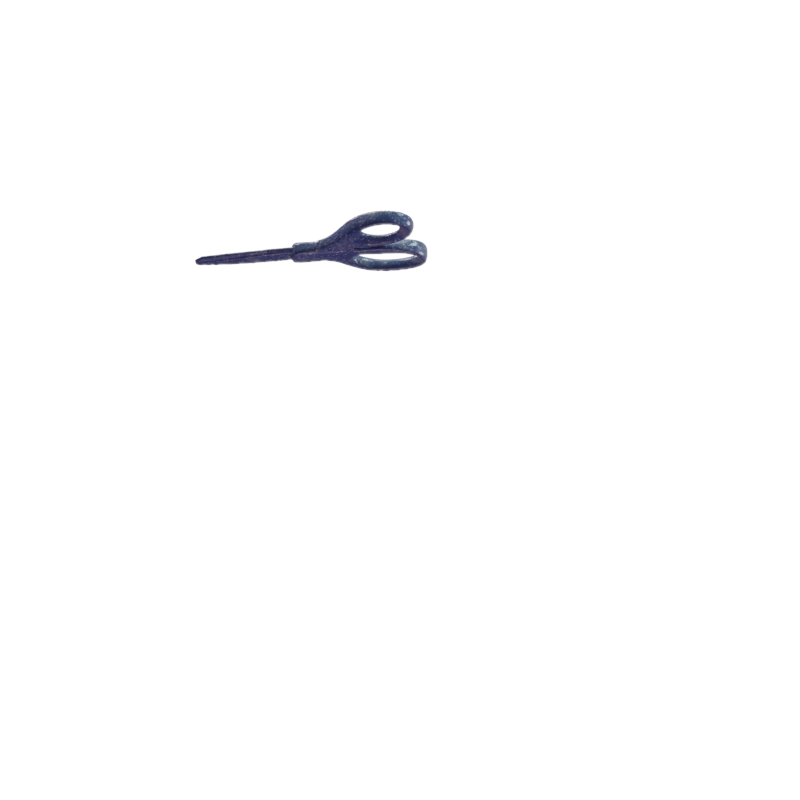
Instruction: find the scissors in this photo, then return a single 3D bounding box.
[{"bbox_3d":[-0.074,-0.135,0.948,0.200,0.017,0.091,2,-24,-5],"label":"scissors"}]
